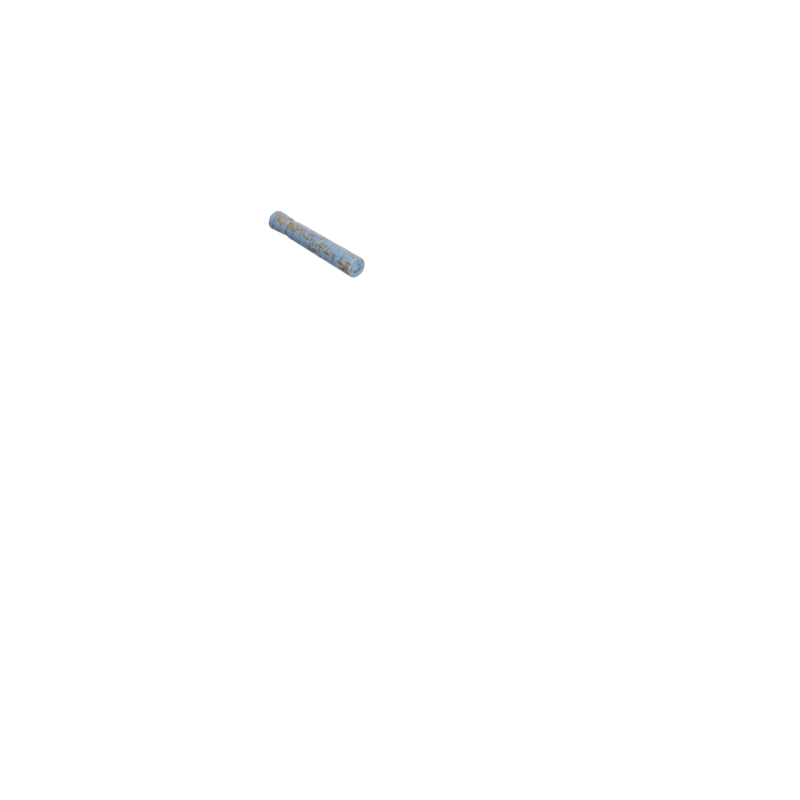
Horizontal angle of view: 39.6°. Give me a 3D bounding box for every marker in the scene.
[{"bbox_3d":[-0.078,-0.142,0.998,0.019,0.019,0.130,-3,28,-44],"label":"marker"}]
